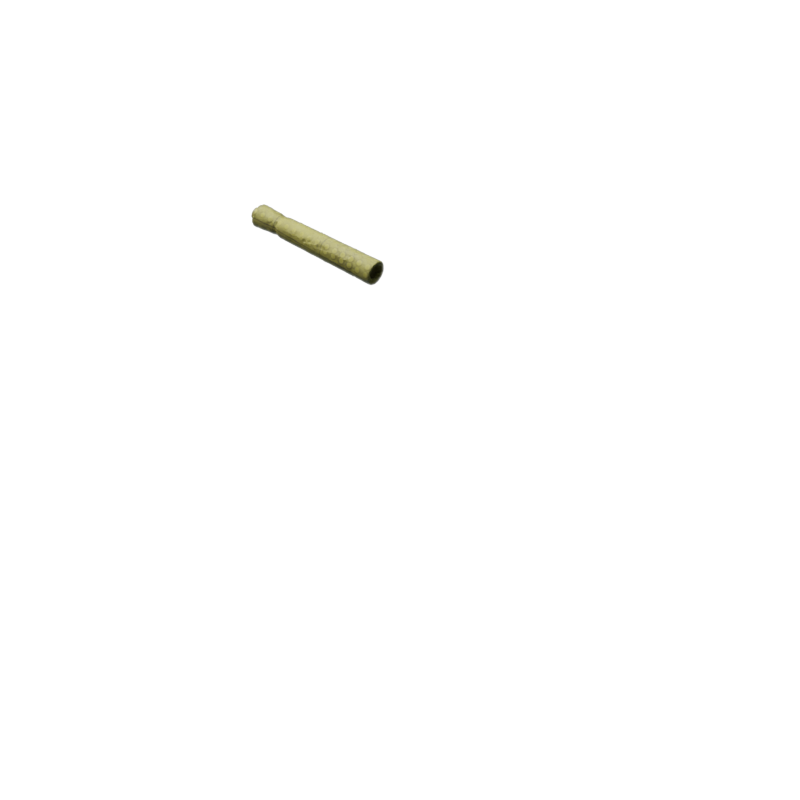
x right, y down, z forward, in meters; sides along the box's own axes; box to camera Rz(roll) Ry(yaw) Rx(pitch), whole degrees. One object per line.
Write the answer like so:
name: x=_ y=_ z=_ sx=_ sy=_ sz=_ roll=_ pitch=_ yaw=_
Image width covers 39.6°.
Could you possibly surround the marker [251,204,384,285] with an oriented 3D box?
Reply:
marker: x=-0.064 y=-0.117 z=0.822 sx=0.129 sy=0.019 sz=0.019 roll=30 pitch=20 yaw=32
